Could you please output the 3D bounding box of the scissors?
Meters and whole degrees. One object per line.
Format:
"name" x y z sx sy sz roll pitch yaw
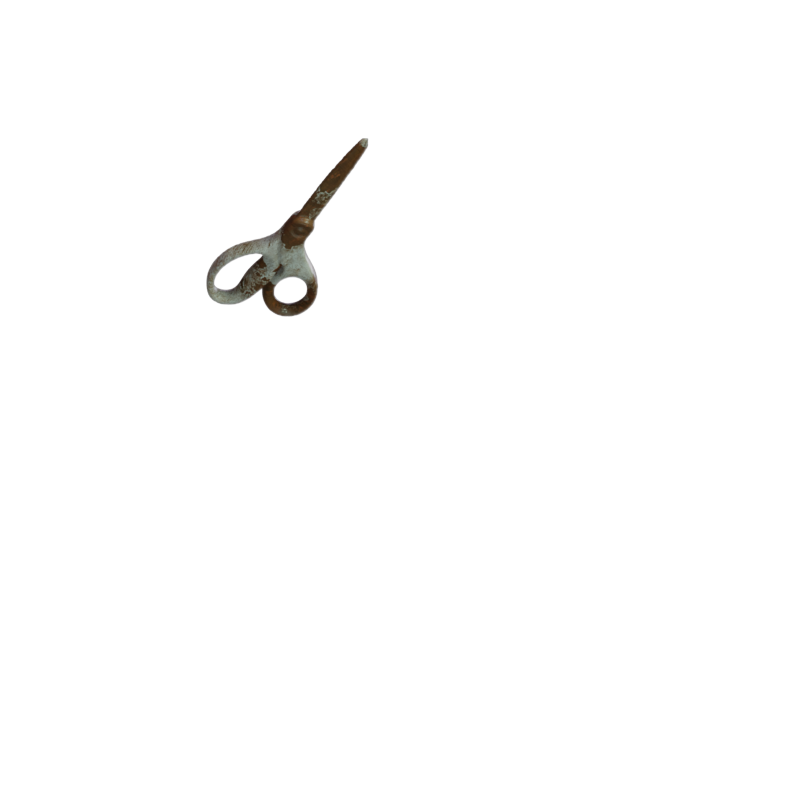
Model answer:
"scissors" -0.066 -0.120 0.843 0.201 0.017 0.090 -30 -47 33
